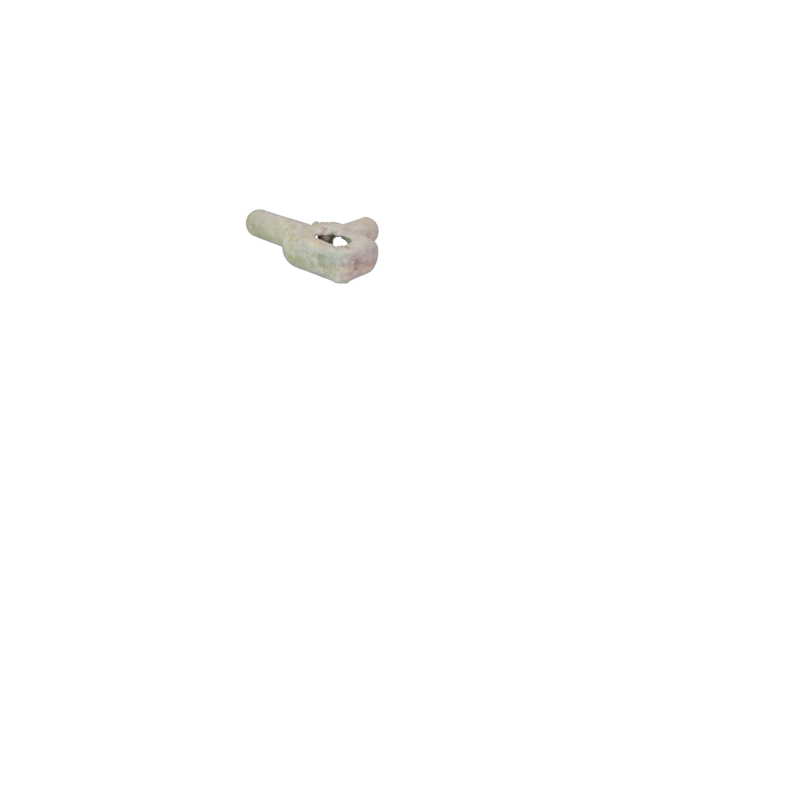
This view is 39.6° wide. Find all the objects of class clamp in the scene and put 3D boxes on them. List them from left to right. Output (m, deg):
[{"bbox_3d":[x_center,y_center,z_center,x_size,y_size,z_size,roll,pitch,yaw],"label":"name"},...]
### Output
[{"bbox_3d":[-0.074,-0.134,0.940,0.120,0.038,0.177,-1,17,-3],"label":"clamp"}]
